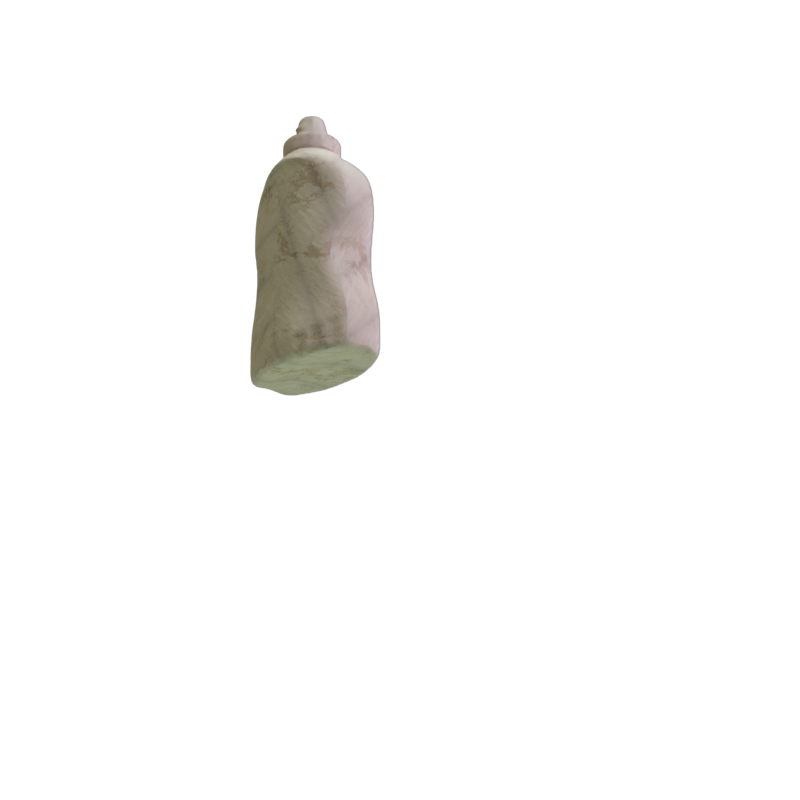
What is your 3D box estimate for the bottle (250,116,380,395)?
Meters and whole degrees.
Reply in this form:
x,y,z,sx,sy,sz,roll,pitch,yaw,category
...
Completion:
x,y,z,sx,sy,sz,roll,pitch,yaw,category
-0.059,-0.106,0.744,0.055,0.203,0.096,20,-33,-38,bottle
